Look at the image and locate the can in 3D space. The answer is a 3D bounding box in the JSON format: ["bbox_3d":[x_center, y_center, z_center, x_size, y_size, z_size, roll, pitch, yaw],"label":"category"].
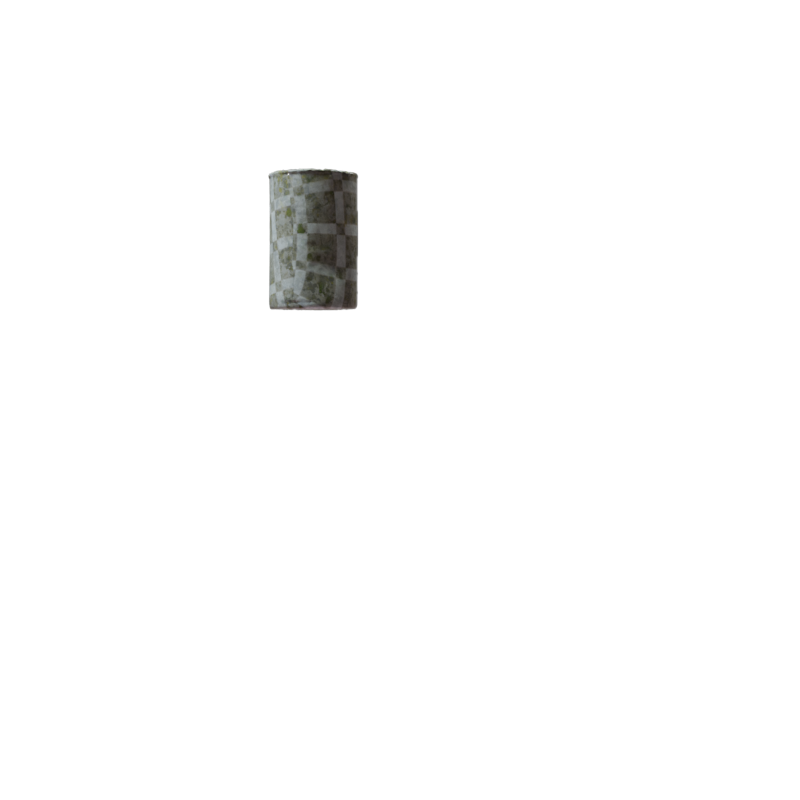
[{"bbox_3d":[-0.065,-0.119,0.833,0.068,0.103,0.068,0,-2,-2],"label":"can"}]
